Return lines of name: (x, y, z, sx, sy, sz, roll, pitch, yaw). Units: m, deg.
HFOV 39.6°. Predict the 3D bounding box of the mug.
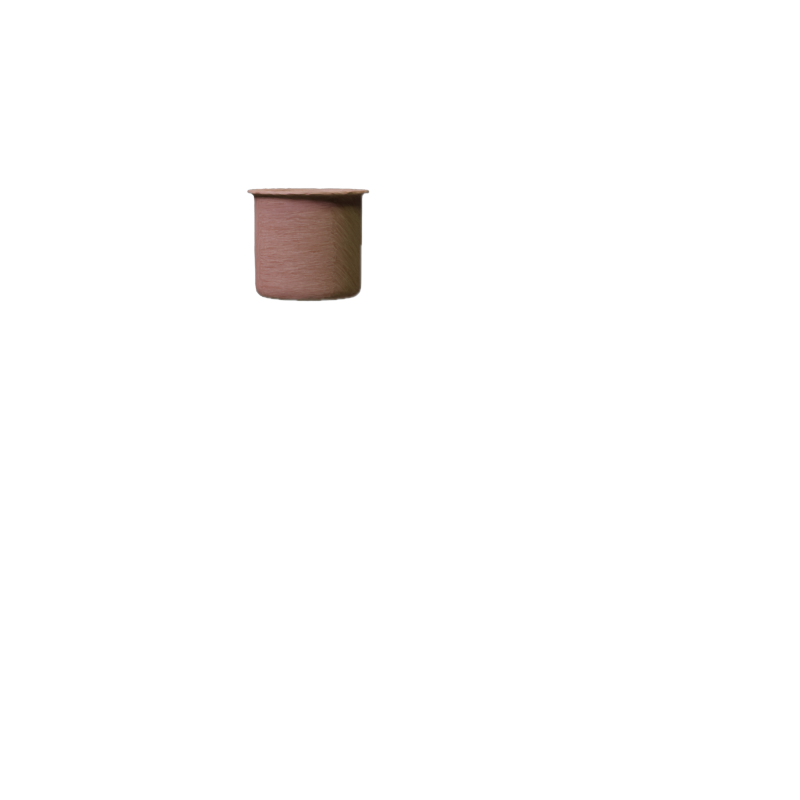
mug: (-0.067, -0.122, 0.857, 0.095, 0.080, 0.117, 3, 10, 16)
